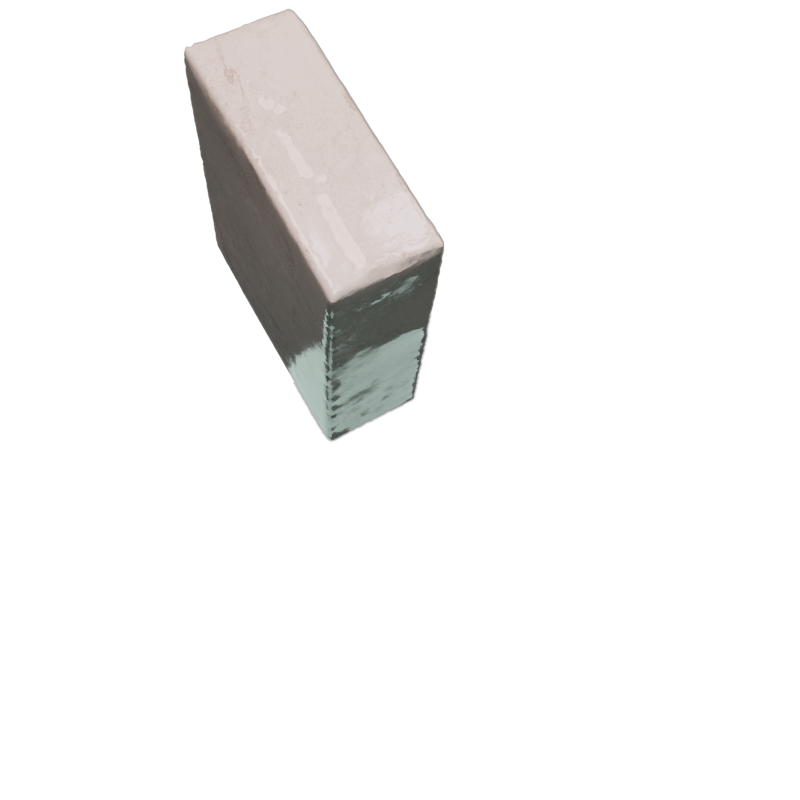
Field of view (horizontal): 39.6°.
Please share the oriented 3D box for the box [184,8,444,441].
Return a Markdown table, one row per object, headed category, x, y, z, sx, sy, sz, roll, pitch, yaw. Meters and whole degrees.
| category | x | y | z | sx | sy | sz | roll | pitch | yaw |
| --- | --- | --- | --- | --- | --- | --- | --- | --- | --- |
| box | -0.049 | -0.090 | 0.632 | 0.072 | 0.174 | 0.203 | -25 | -20 | -13 |
